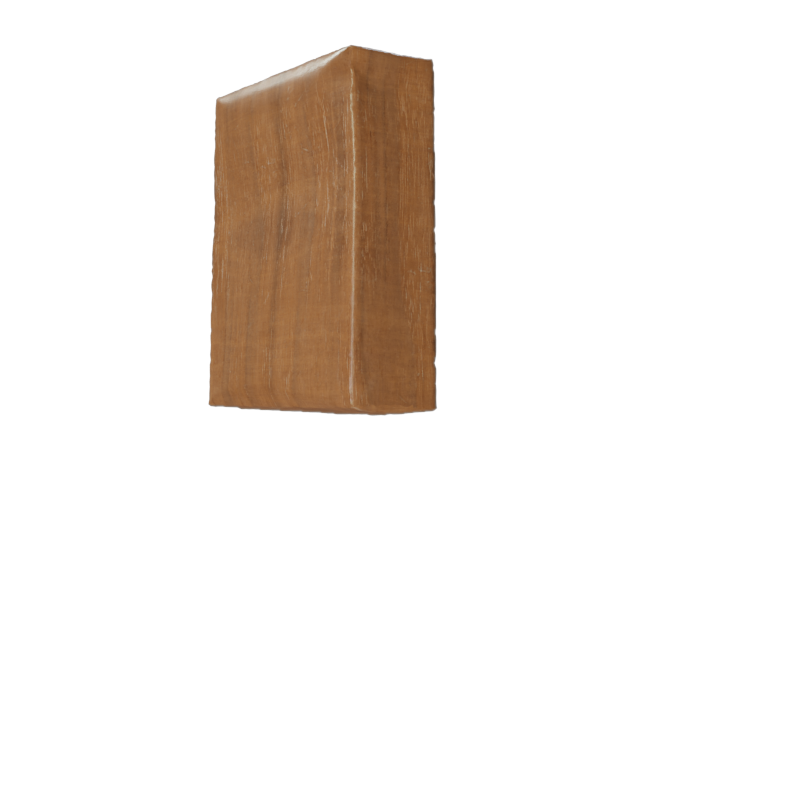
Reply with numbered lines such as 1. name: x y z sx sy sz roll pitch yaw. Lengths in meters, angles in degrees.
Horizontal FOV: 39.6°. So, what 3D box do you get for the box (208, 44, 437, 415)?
1. box: -0.055 -0.100 0.704 0.069 0.217 0.169 4 -5 -38
